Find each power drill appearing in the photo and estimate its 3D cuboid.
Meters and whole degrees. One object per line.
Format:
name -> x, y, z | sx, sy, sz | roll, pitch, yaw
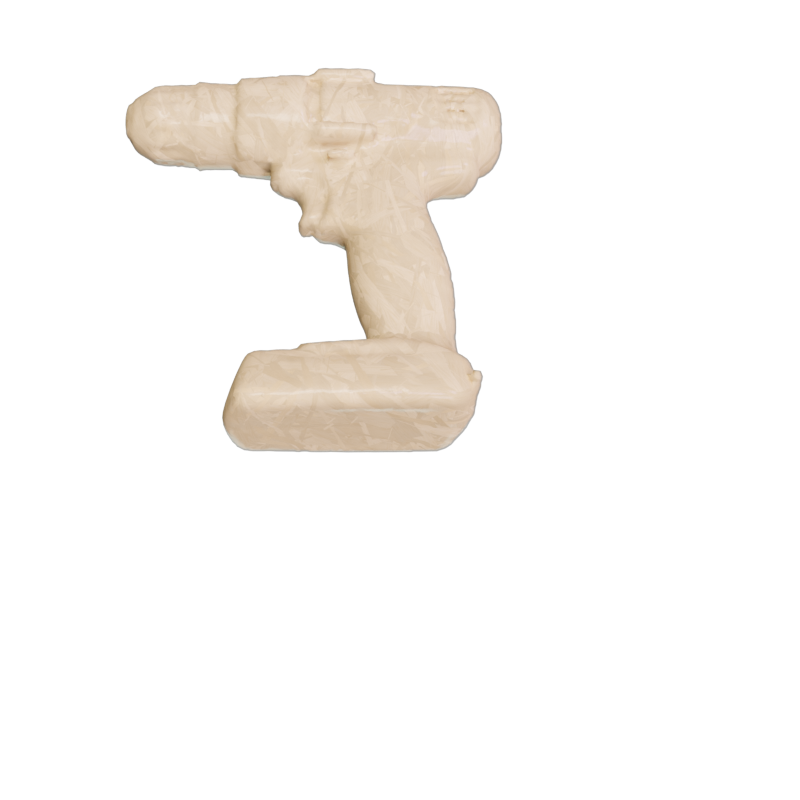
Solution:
power drill -> -0.040, -0.072, 0.508 | 0.184, 0.200, 0.054 | -1, -30, -1
